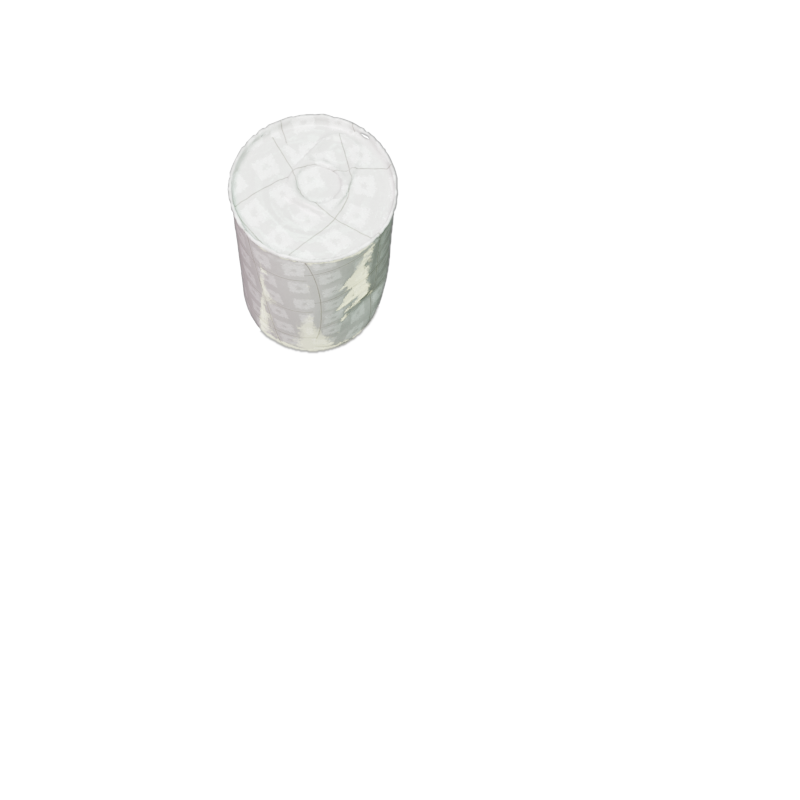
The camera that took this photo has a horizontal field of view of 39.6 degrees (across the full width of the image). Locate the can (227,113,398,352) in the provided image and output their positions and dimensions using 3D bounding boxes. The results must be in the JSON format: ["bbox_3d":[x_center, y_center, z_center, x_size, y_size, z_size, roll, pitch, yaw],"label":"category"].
[{"bbox_3d":[-0.038,-0.069,0.486,0.068,0.072,0.097,0,-22,-3],"label":"can"}]
